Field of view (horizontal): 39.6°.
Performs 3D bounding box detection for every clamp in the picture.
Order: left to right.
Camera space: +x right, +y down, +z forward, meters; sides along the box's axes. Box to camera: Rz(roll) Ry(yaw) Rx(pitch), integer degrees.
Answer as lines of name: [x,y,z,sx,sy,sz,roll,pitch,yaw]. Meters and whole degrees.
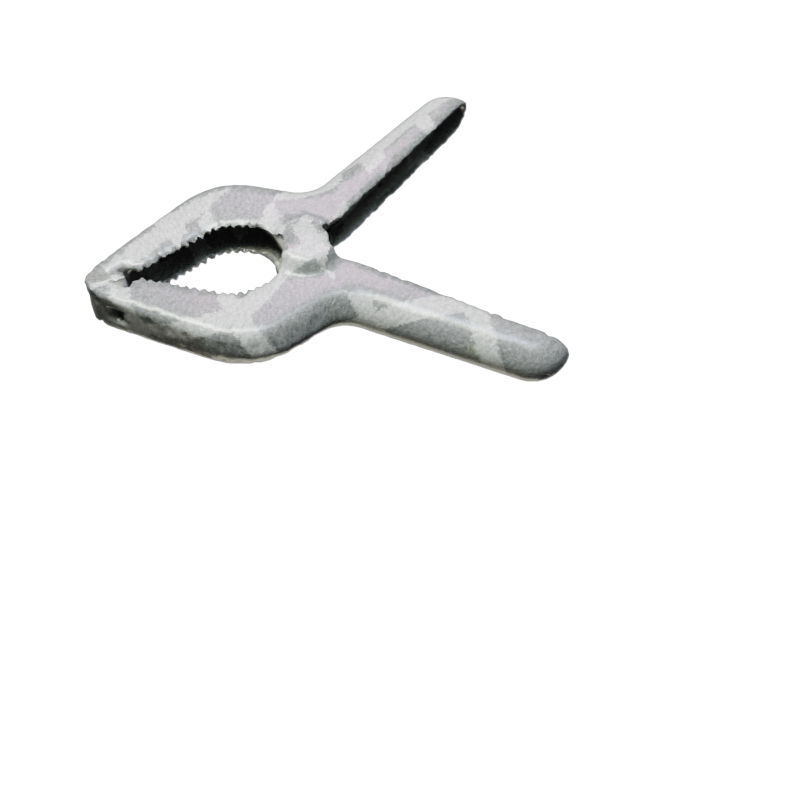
clamp: [-0.041,-0.075,0.525,0.209,0.177,0.034,-5,-35,-4]
